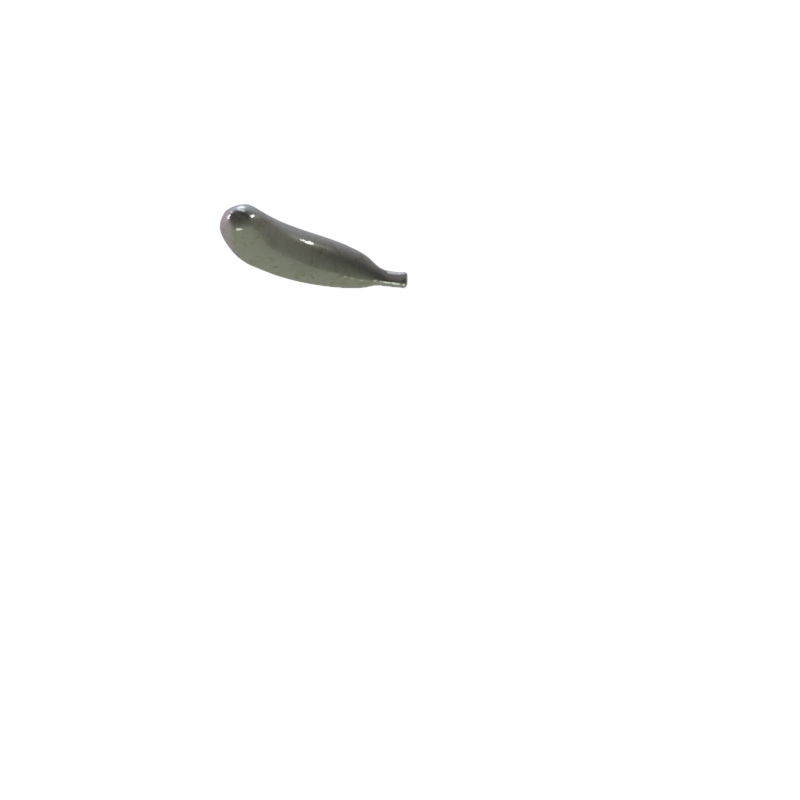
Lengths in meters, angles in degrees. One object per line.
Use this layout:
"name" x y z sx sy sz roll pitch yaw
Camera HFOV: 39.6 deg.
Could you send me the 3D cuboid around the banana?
"banana" -0.075 -0.111 0.800 0.071 0.038 0.187 -7 -10 36
